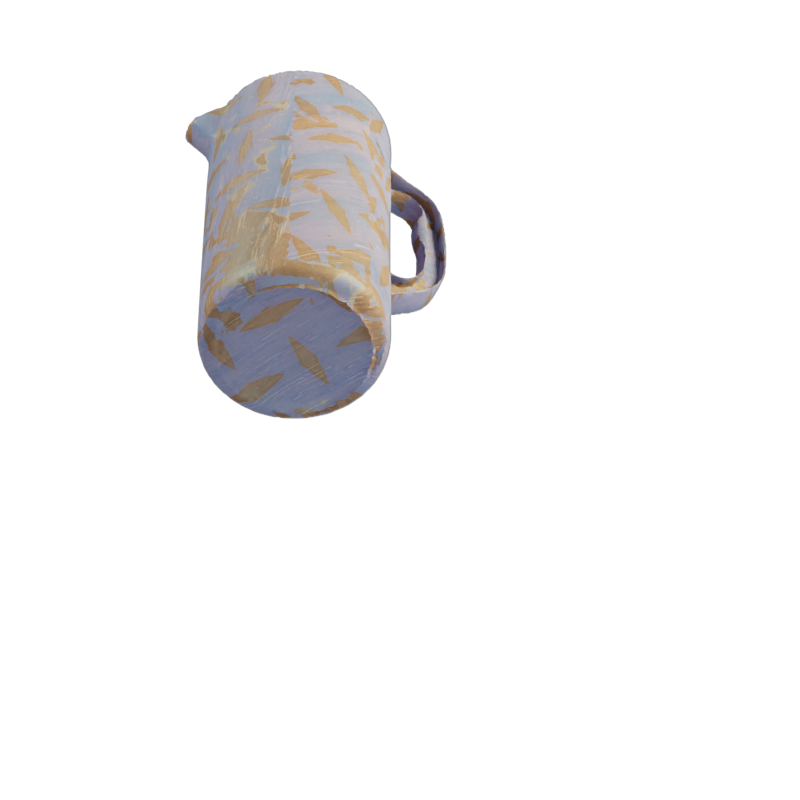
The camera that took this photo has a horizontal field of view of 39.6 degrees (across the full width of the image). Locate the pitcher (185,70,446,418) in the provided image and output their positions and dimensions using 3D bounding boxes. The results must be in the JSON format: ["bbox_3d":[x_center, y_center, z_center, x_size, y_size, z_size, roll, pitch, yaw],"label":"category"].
[{"bbox_3d":[-0.056,-0.101,0.710,0.150,0.135,0.260,-19,36,10],"label":"pitcher"}]
